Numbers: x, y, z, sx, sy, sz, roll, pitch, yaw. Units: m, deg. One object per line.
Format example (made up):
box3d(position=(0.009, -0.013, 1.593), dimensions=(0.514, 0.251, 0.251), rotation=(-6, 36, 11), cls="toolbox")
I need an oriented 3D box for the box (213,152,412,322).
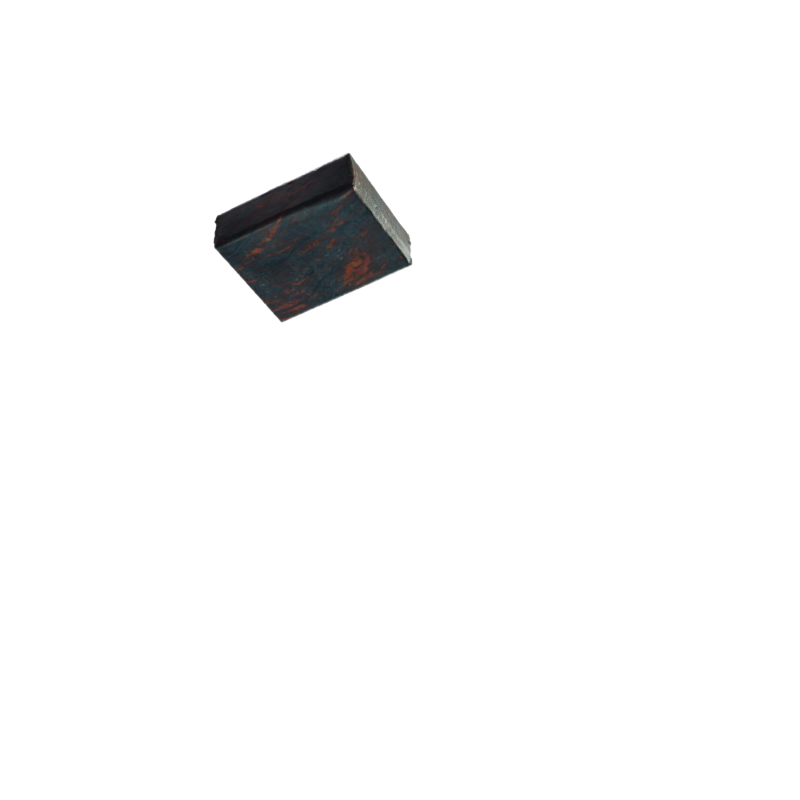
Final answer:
box3d(position=(-0.061, -0.112, 0.781), dimensions=(0.114, 0.042, 0.083), rotation=(-20, -46, 21), cls="box")
